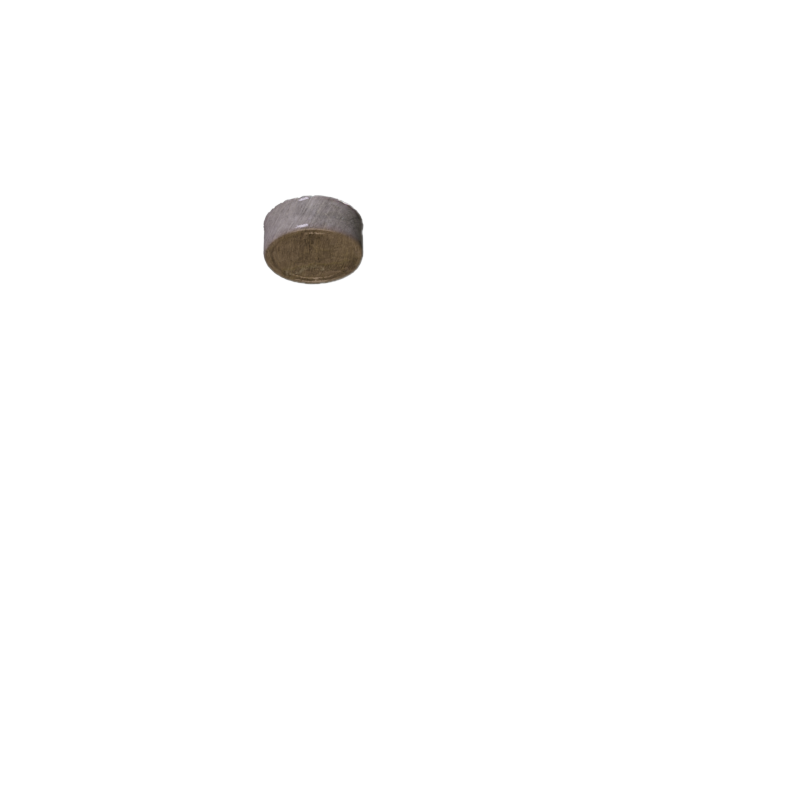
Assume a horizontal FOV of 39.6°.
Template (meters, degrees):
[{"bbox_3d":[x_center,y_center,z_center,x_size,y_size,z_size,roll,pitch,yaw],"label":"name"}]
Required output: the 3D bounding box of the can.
[{"bbox_3d":[-0.074,-0.134,0.940,0.086,0.036,0.080,1,-31,-2],"label":"can"}]
